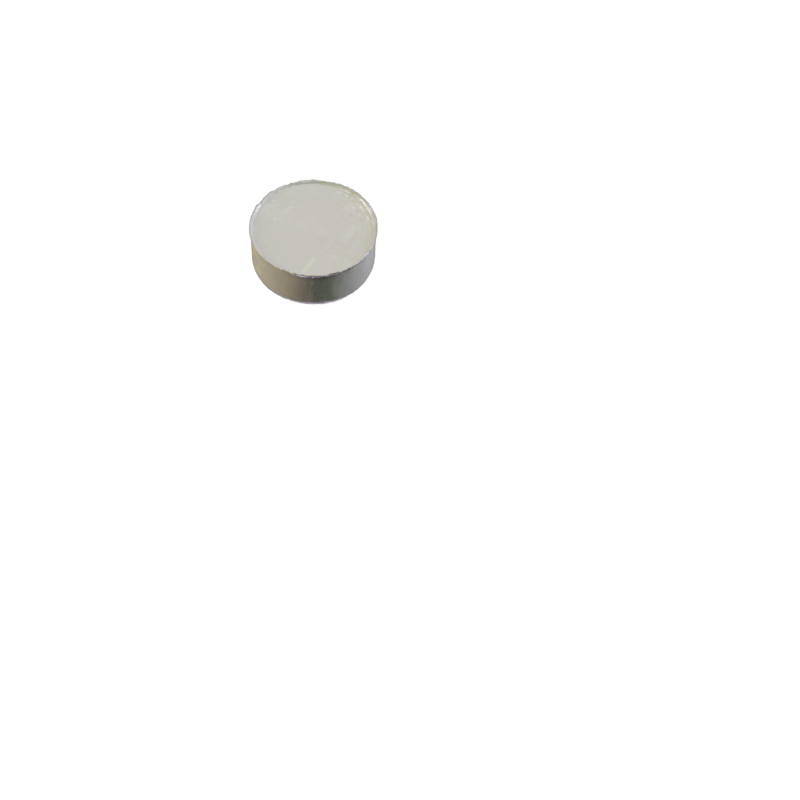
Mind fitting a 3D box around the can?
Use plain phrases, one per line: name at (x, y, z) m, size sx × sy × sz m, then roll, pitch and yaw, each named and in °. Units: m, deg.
can at (-0.059, -0.107, 0.748) m, size 0.086 × 0.092 × 0.031 m, roll -1°, pitch -38°, yaw -1°
